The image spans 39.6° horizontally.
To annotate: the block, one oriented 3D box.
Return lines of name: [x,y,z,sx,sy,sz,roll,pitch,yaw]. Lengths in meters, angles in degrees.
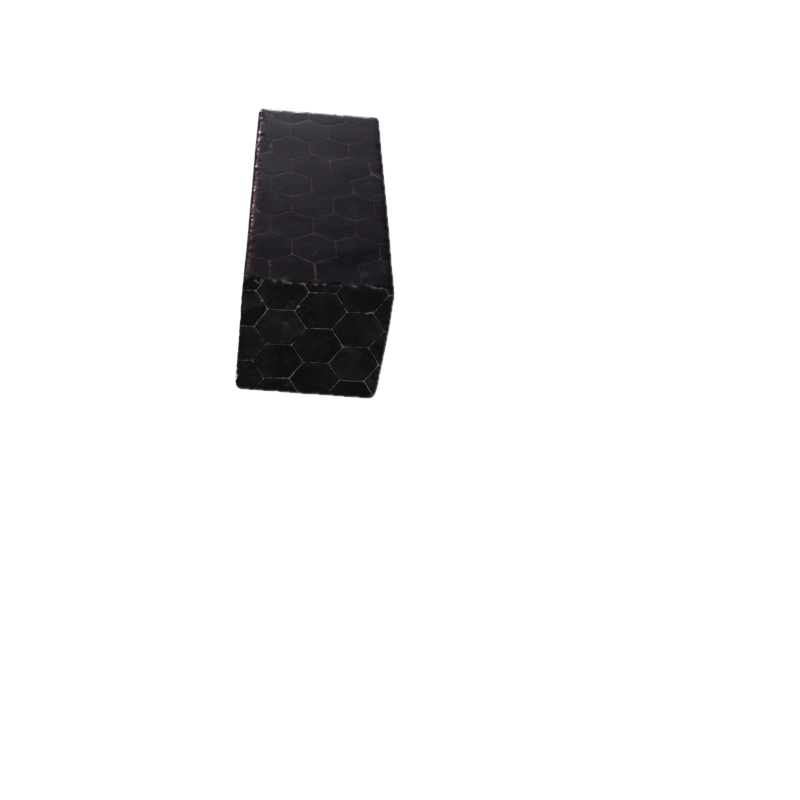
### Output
block: [-0.059,-0.107,0.750,0.090,0.085,0.221,3,40,-7]
